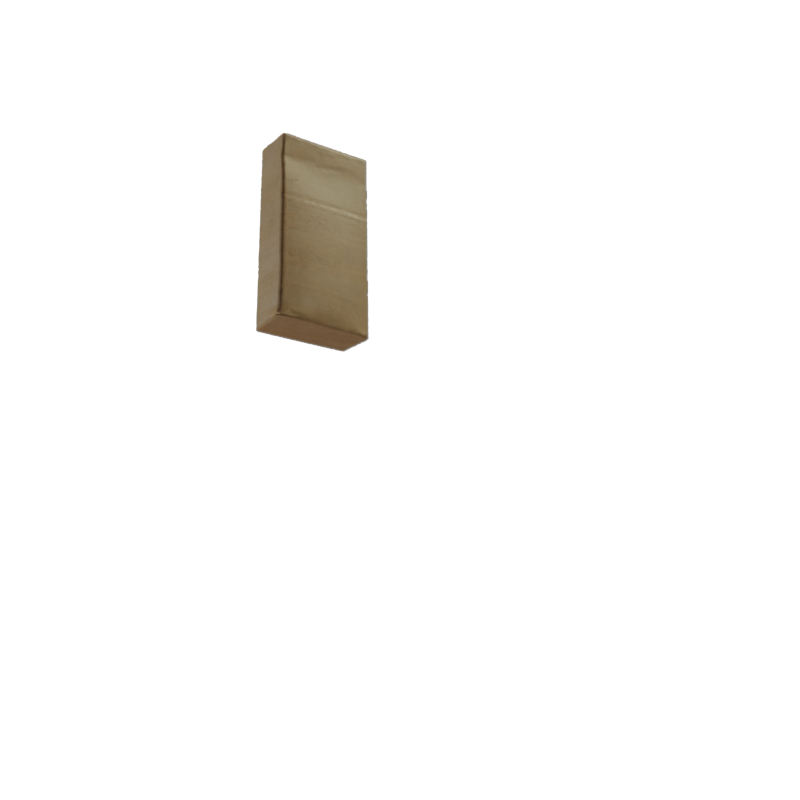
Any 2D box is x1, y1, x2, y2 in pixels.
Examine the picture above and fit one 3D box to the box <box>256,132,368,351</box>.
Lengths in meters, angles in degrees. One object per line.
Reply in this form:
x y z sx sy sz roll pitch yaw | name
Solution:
-0.076 -0.139 0.971 0.089 0.187 0.048 15 -30 -31 | box
